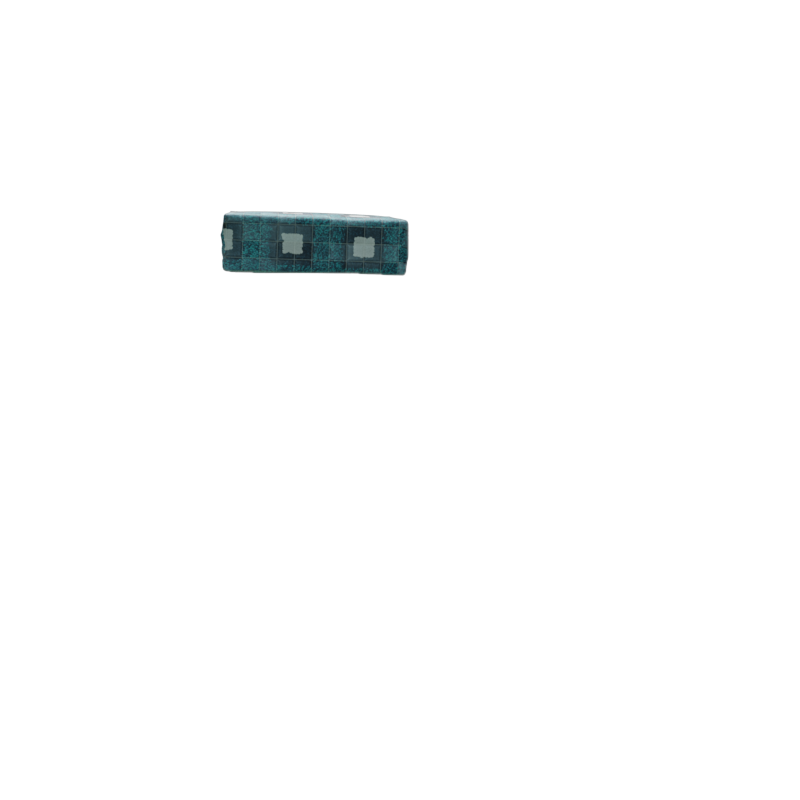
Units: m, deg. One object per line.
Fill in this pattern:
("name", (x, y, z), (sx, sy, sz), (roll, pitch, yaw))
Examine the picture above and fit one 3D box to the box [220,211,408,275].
("box", (-0.055, -0.100, 0.700), (0.113, 0.038, 0.091), (-1, 8, -4))
